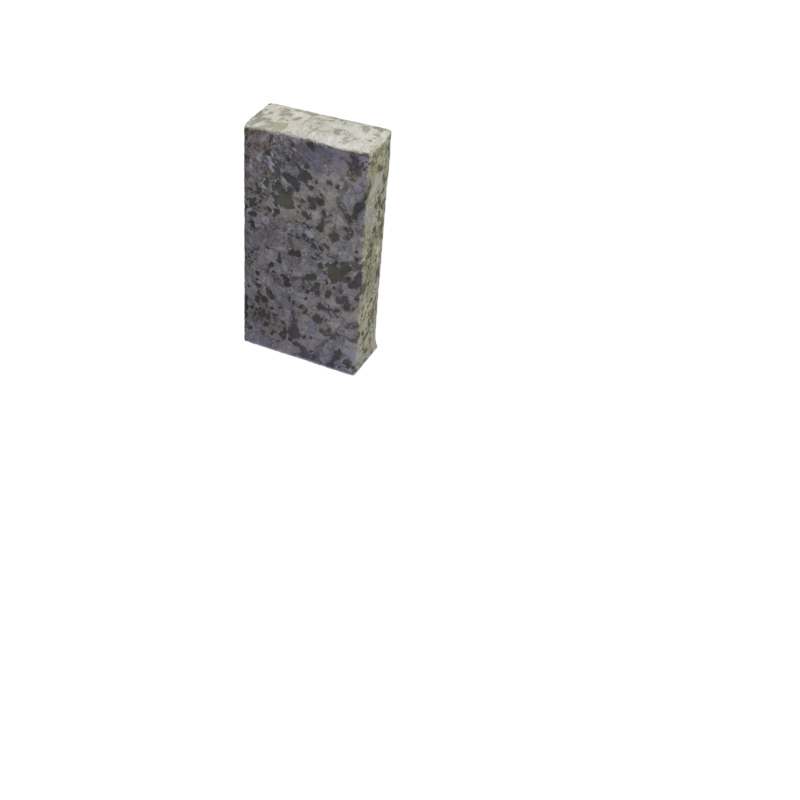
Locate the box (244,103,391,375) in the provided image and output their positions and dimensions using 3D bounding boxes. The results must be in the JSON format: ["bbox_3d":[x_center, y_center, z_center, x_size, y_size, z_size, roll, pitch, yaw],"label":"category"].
[{"bbox_3d":[-0.060,-0.109,0.764,0.097,0.165,0.049,17,38,19],"label":"box"}]
